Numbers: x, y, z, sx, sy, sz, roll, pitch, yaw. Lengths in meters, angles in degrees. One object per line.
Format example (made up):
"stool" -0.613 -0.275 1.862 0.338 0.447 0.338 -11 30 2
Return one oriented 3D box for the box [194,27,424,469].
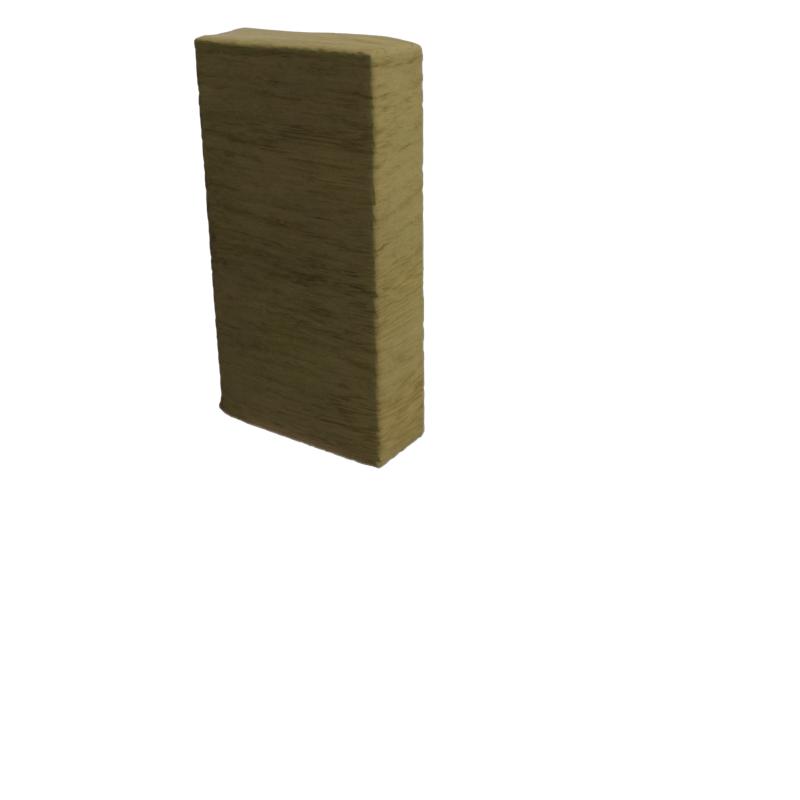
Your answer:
"box" -0.037 -0.068 0.477 0.098 0.169 0.048 14 22 33
